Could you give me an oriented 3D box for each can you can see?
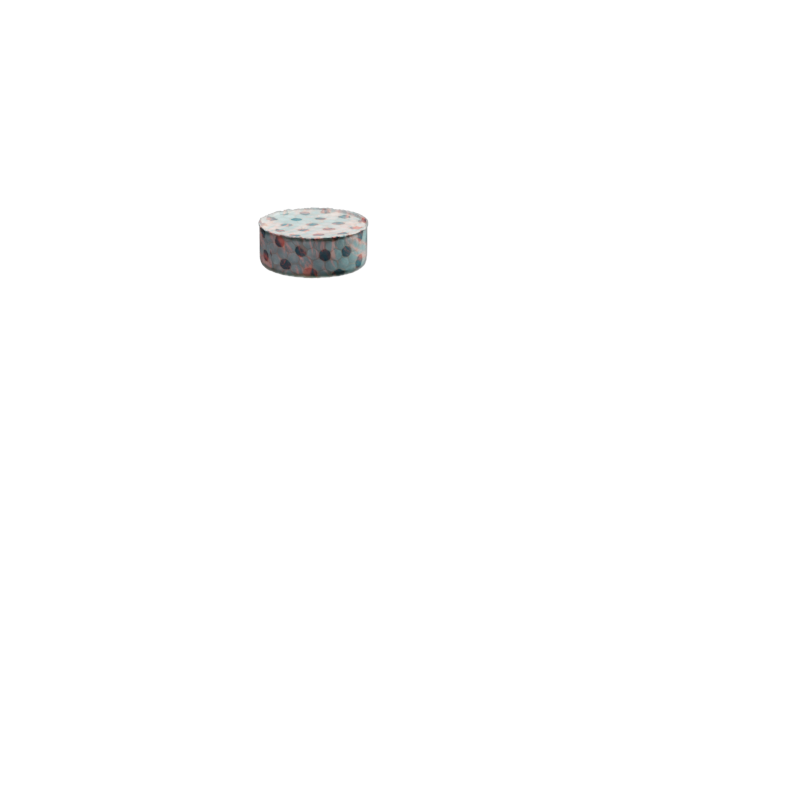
[{"bbox_3d":[-0.068,-0.124,0.868,0.086,0.032,0.090,-1,23,-2],"label":"can"}]
